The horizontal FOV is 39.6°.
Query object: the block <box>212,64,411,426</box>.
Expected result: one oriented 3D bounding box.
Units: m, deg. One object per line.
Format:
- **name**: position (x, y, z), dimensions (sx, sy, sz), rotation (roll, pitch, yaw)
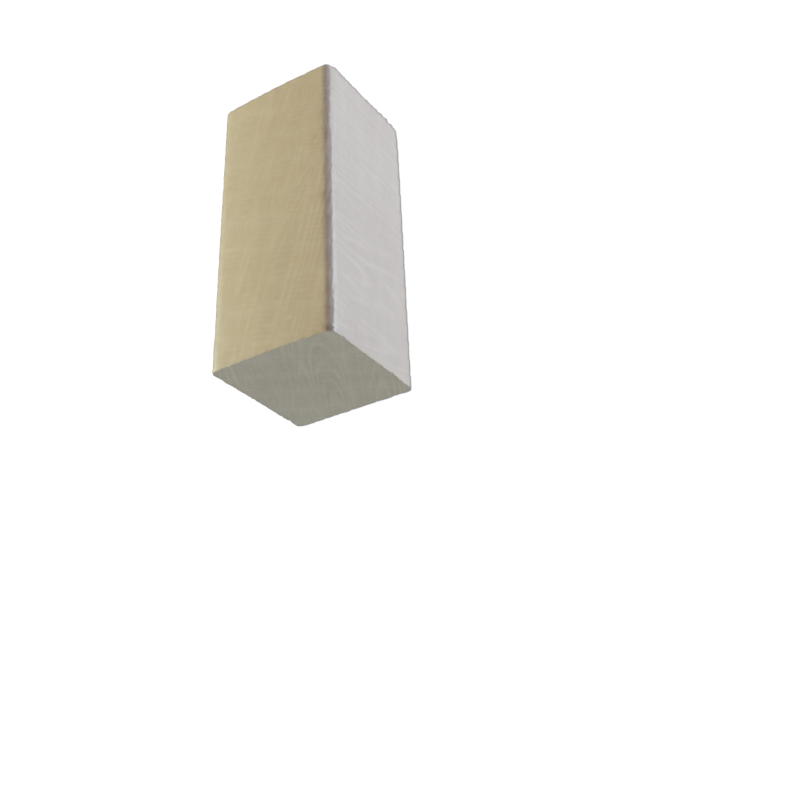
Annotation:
- **block**: position (-0.056, -0.104, 0.723), dimensions (0.091, 0.220, 0.084), rotation (-21, -37, 27)
